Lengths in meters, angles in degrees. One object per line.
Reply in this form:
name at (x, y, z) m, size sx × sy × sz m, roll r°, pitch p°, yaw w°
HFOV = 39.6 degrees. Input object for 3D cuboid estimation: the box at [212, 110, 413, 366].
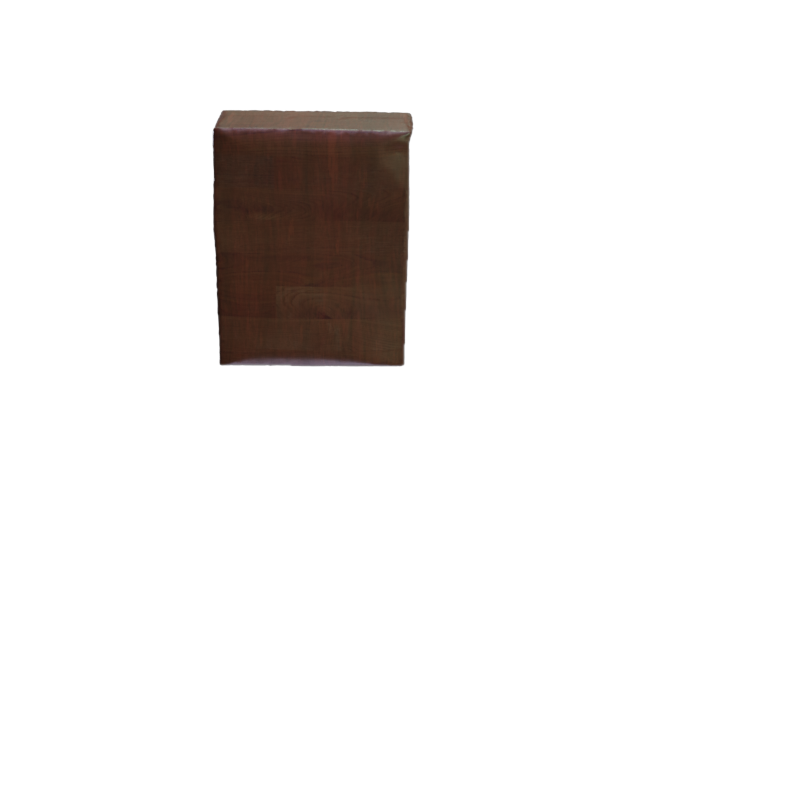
box at (-0.074, -0.135, 0.946) m, size 0.164 × 0.204 × 0.075 m, roll 2°, pitch 22°, yaw 2°
